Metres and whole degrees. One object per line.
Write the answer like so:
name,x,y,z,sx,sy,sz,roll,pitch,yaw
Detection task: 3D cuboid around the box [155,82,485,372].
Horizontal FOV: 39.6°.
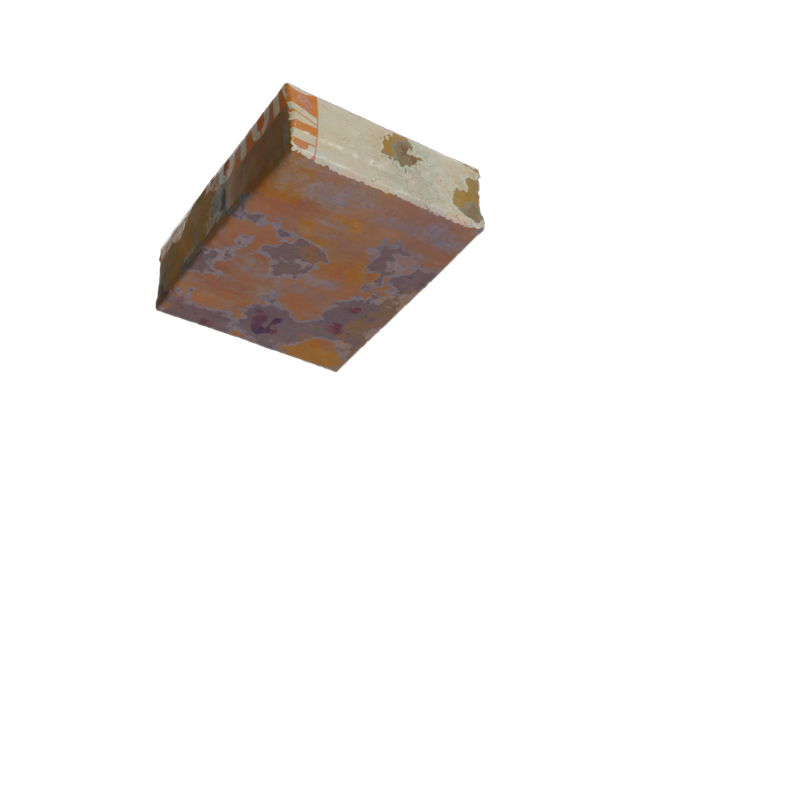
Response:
box,-0.035,-0.064,0.447,0.086,0.042,0.111,20,-40,-27
